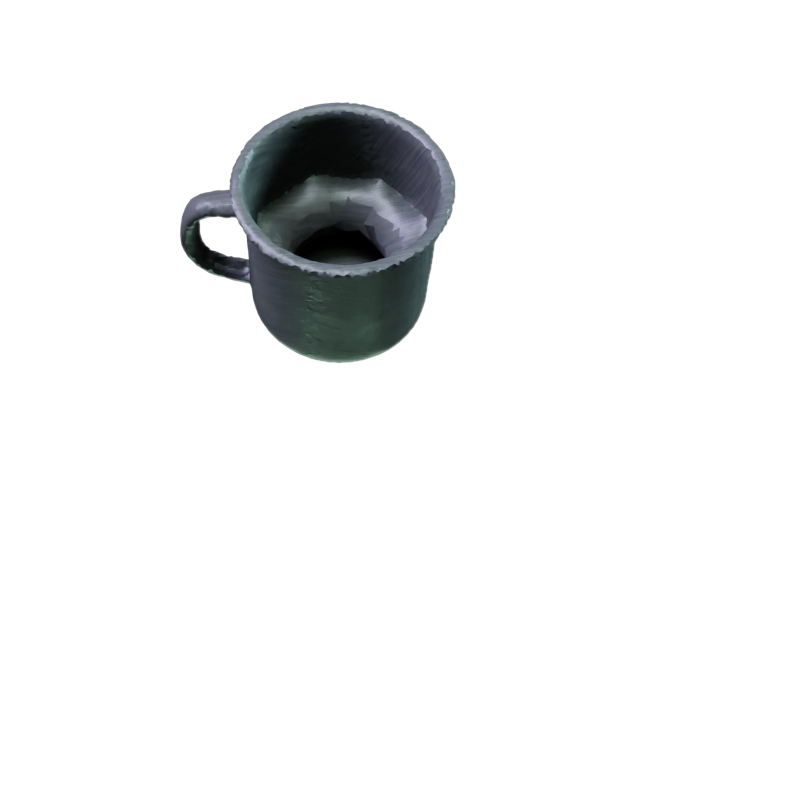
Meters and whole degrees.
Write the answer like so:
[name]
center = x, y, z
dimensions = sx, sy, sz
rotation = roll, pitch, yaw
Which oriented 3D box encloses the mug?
[mug]
center = -0.038, -0.070, 0.488
dimensions = 0.117, 0.100, 0.076
rotation = 0, -33, -2
